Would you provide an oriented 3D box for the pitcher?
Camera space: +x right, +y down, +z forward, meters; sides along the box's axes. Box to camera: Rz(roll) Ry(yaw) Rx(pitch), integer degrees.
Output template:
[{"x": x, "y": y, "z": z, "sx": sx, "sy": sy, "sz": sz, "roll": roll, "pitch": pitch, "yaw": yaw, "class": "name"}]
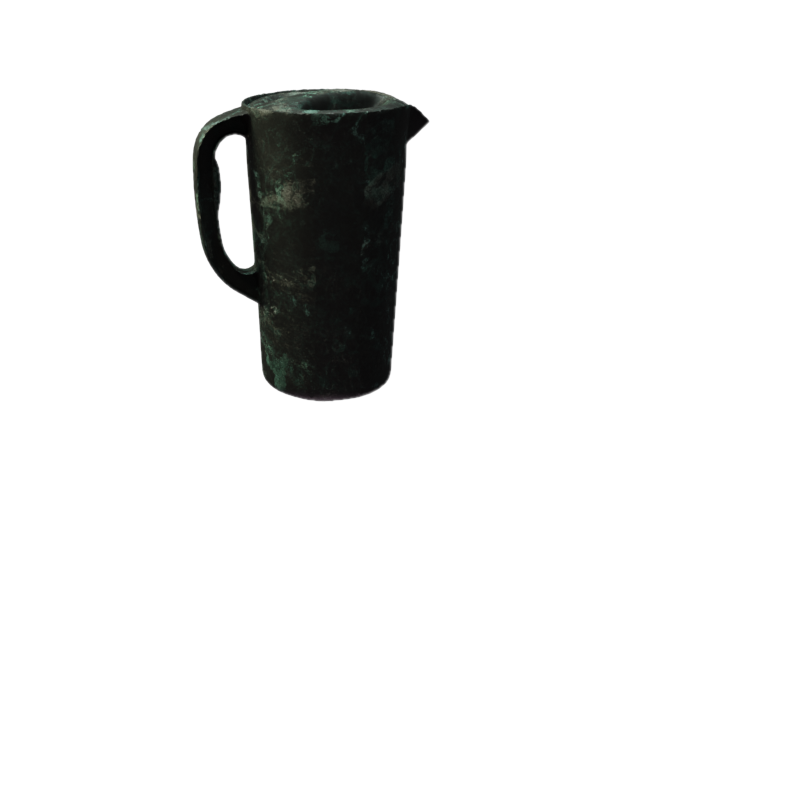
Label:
[{"x": -0.070, "y": -0.128, "z": 0.895, "sx": 0.155, "sy": 0.234, "sz": 0.145, "roll": 10, "pitch": 20, "yaw": 27, "class": "pitcher"}]
